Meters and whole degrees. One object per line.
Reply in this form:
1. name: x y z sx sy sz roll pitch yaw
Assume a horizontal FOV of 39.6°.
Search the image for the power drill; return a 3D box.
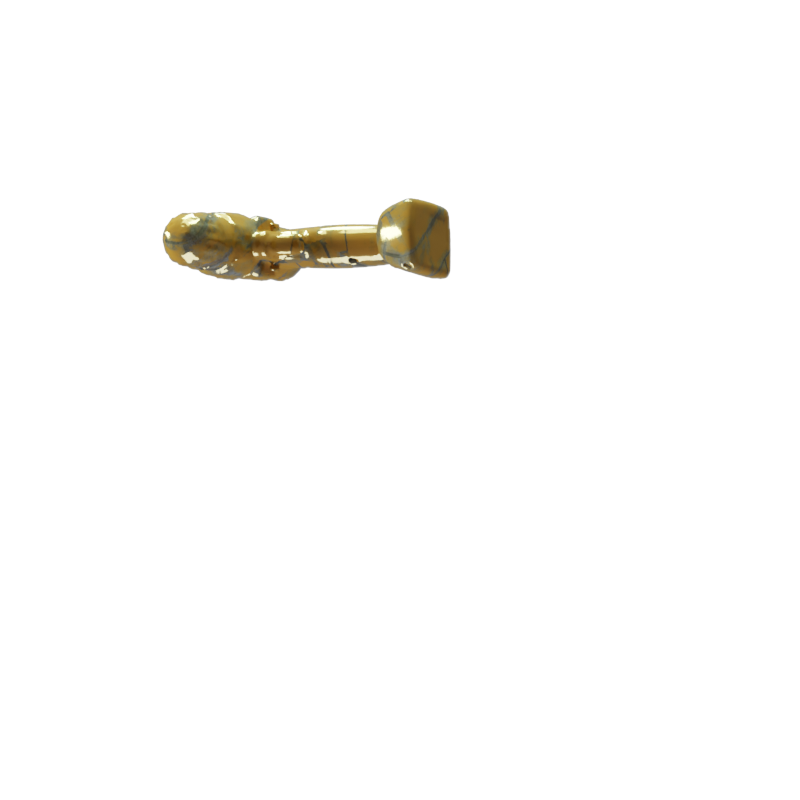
1. power drill: -0.067 -0.121 0.851 0.193 0.057 0.179 2 4 22
